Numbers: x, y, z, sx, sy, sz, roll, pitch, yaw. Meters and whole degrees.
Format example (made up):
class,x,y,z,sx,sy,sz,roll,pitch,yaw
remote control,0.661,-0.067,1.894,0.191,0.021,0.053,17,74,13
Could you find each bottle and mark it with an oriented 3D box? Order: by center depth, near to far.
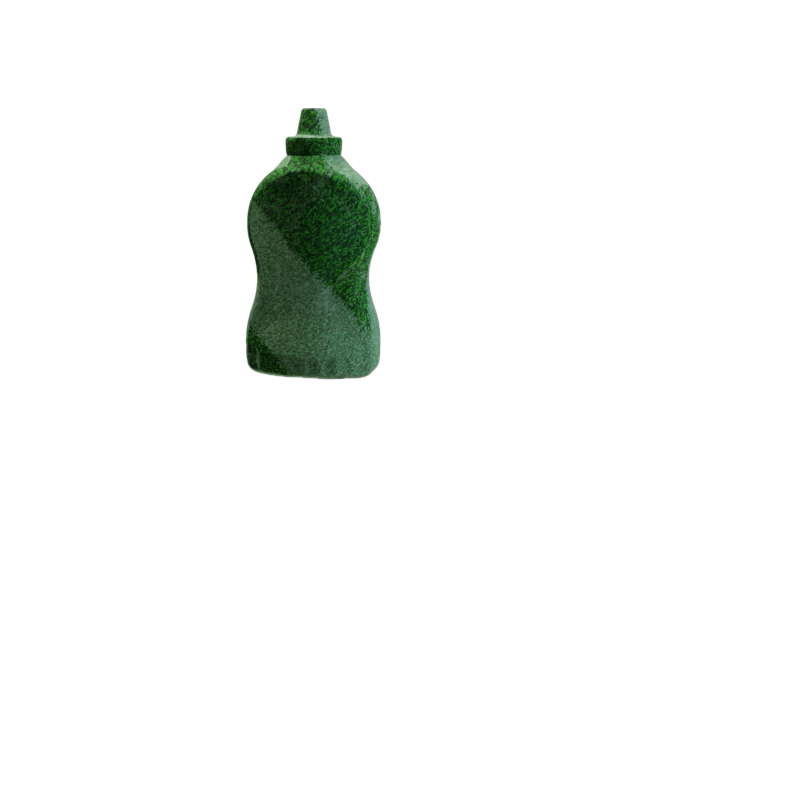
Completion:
class,x,y,z,sx,sy,sz,roll,pitch,yaw
bottle,-0.063,-0.115,0.802,0.098,0.189,0.058,2,6,14
